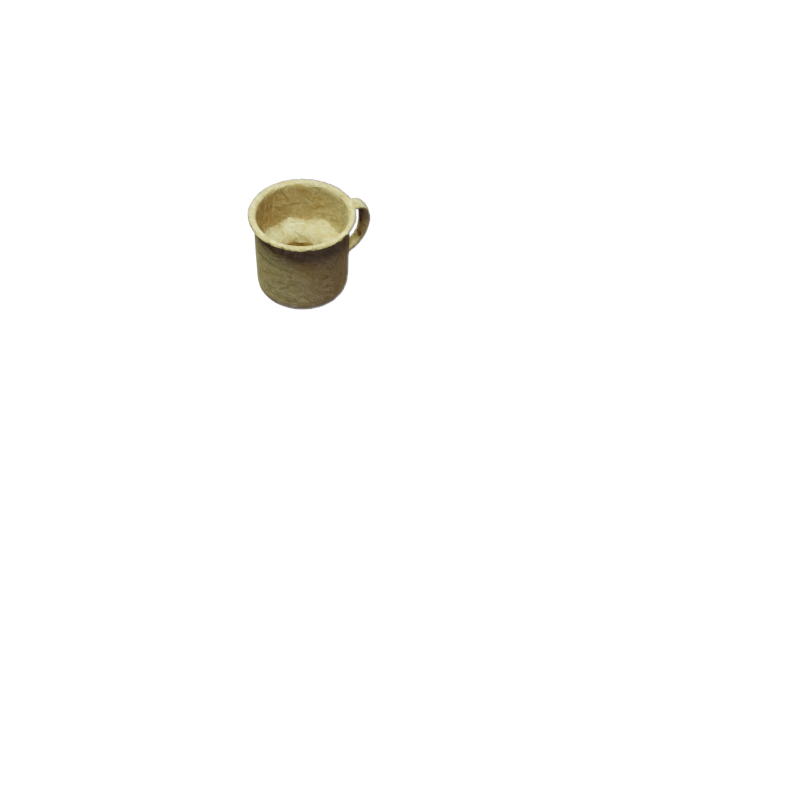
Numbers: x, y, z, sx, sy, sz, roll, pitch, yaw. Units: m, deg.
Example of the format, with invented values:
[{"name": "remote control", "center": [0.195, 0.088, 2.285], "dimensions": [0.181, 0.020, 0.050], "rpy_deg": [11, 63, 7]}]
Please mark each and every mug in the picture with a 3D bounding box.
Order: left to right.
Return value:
[{"name": "mug", "center": [-0.077, -0.140, 0.978], "dimensions": [0.117, 0.076, 0.100], "rpy_deg": [-30, 54, -26]}]
